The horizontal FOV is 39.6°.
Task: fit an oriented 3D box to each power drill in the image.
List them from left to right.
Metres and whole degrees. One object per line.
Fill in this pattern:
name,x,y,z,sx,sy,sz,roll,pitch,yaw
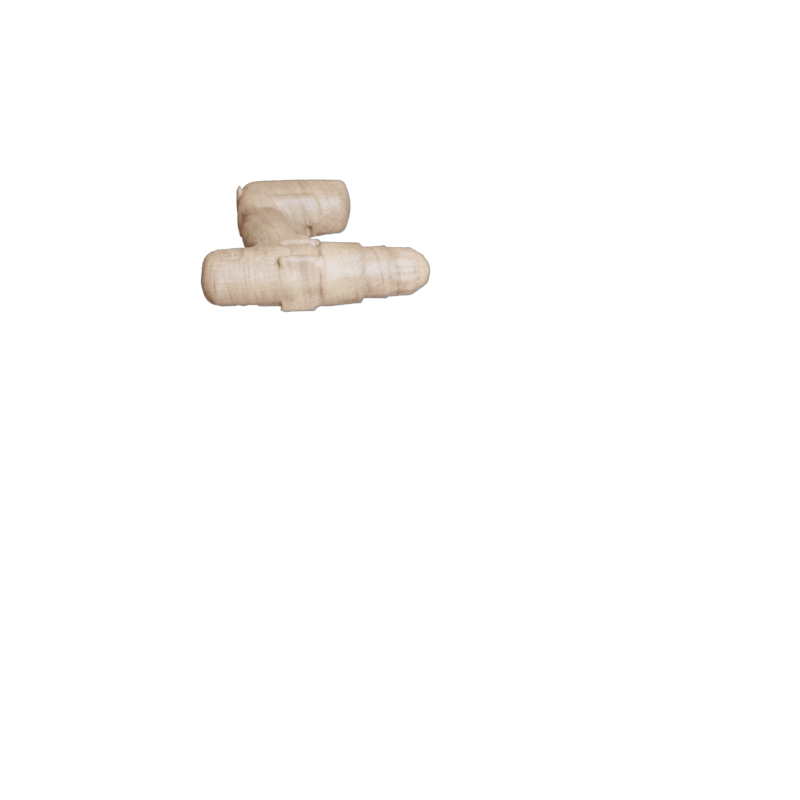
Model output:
power drill,-0.075,-0.137,0.957,0.184,0.054,0.198,-2,27,-3
